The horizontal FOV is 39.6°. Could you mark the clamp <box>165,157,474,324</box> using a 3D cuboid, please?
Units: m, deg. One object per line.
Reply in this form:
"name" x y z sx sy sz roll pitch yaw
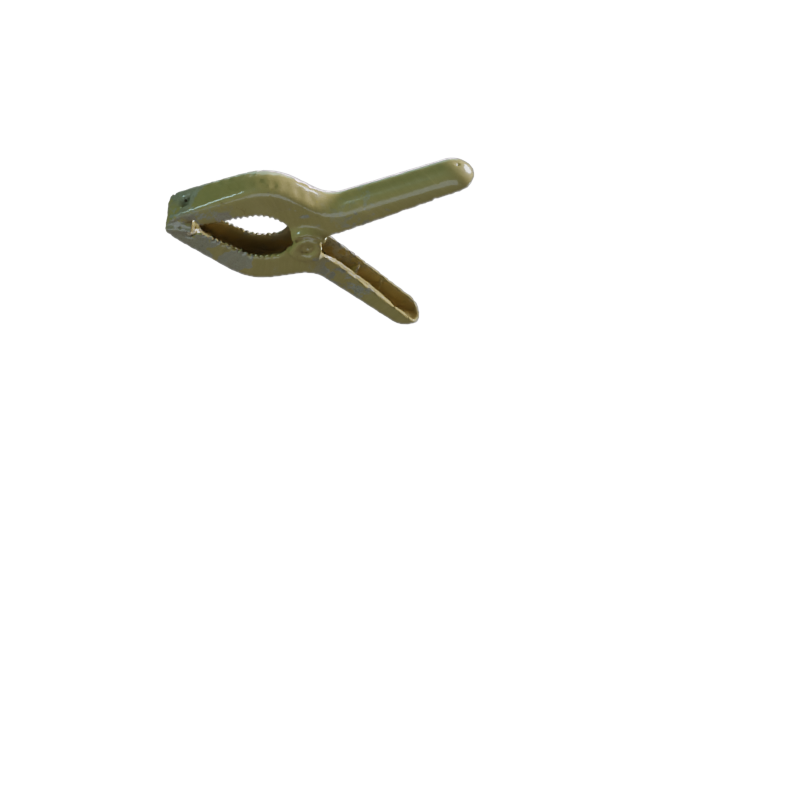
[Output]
"clamp" -0.063 -0.115 0.803 0.209 0.039 0.154 3 -40 -3
